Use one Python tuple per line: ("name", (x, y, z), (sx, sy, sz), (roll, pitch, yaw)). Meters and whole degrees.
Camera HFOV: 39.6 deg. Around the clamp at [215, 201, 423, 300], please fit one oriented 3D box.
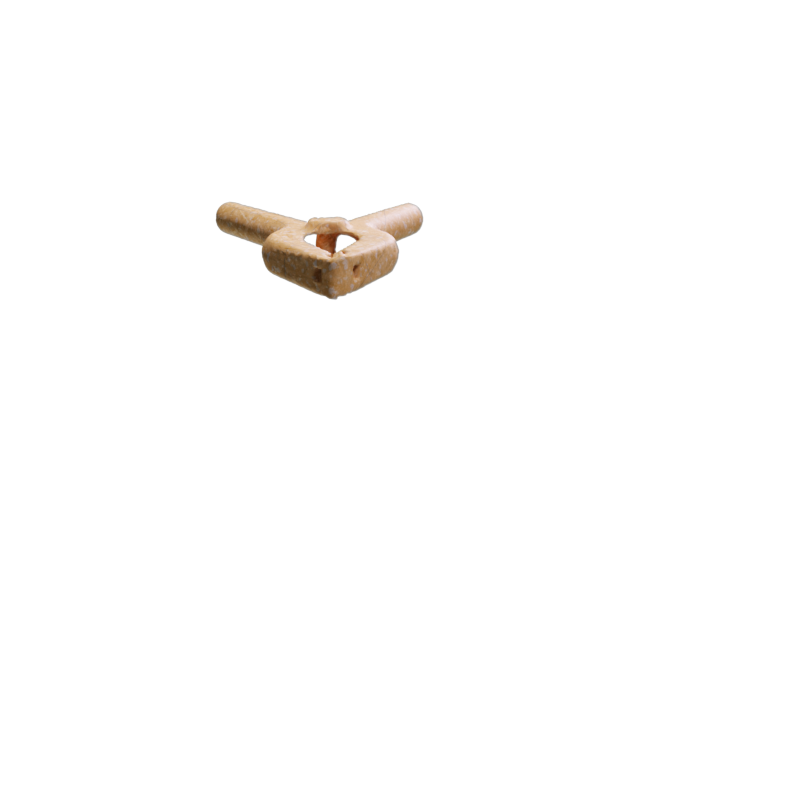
("clamp", (-0.063, -0.115, 0.805), (0.165, 0.035, 0.218), (0, 20, 1))
